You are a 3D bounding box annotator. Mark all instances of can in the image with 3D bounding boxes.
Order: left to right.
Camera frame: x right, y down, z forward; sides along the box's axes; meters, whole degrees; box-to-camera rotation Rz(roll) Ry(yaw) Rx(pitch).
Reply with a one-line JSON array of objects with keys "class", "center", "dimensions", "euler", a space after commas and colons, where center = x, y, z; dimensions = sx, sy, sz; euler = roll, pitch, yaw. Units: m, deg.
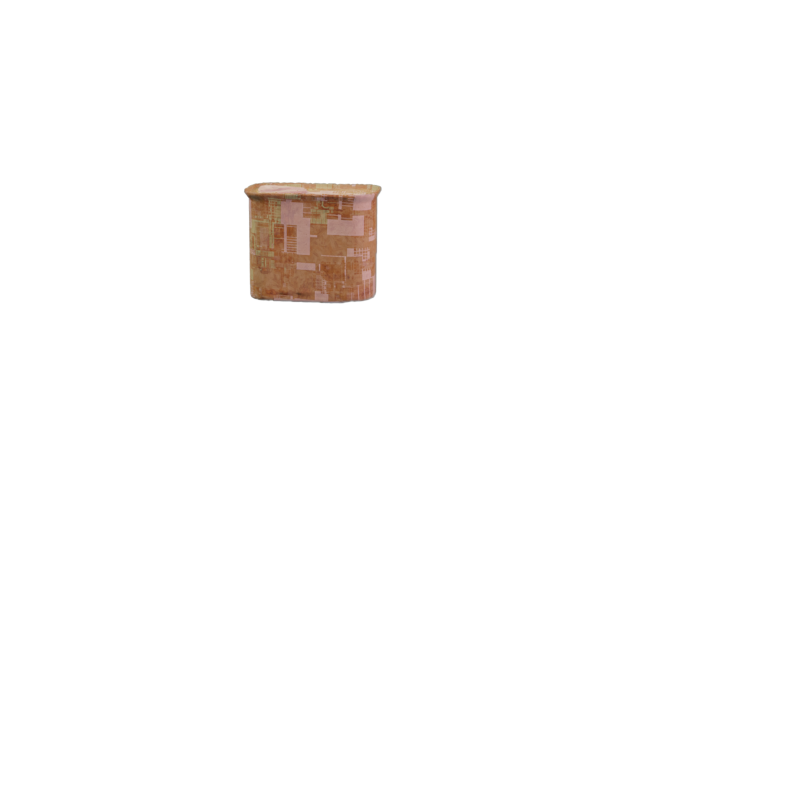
[{"class": "can", "center": [-0.066, -0.121, 0.846], "dimensions": [0.103, 0.081, 0.059], "euler": [3, 14, 8]}]
